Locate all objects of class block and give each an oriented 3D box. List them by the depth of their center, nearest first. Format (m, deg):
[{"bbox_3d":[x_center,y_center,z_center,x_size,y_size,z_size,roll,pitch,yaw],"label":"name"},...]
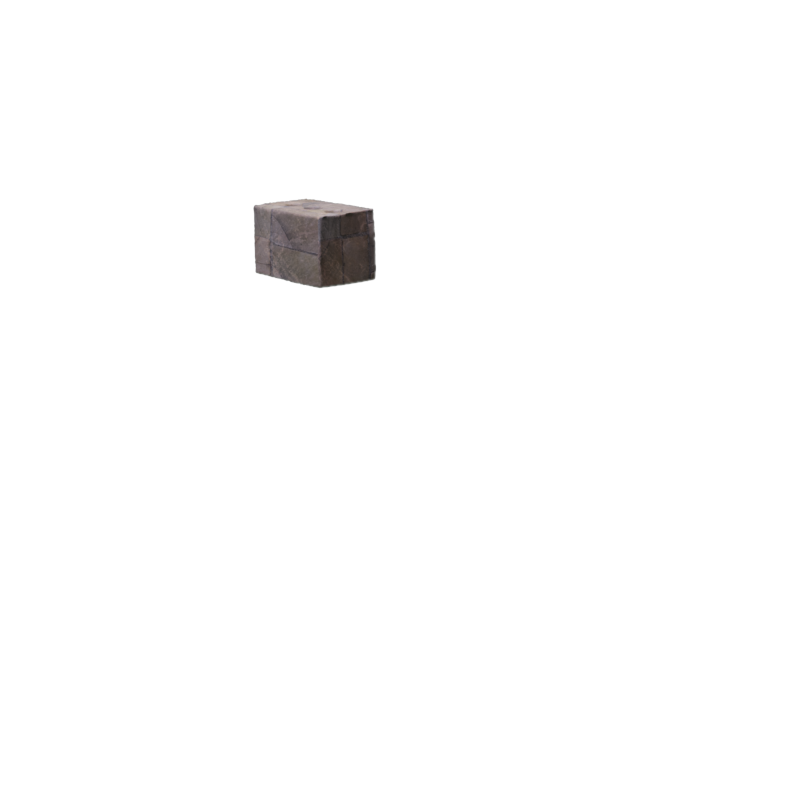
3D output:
[{"bbox_3d":[-0.062,-0.114,0.796,0.051,0.050,0.082,-12,19,-41],"label":"block"}]
